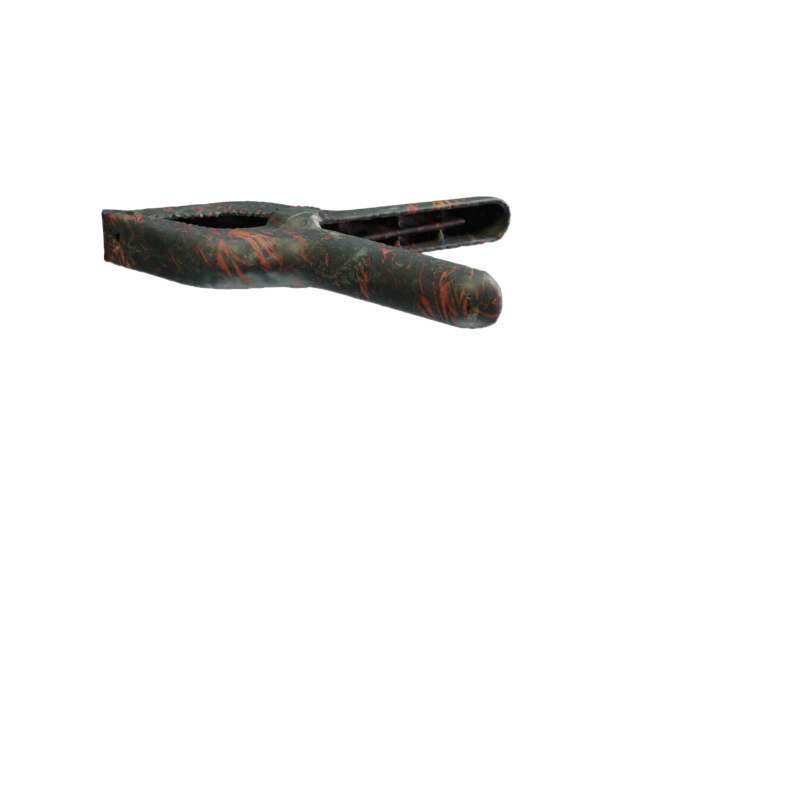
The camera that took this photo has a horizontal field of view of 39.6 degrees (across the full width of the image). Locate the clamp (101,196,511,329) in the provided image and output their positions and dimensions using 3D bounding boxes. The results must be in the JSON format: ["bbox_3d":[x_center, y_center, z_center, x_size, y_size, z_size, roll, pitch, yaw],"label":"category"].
[{"bbox_3d":[-0.043,-0.079,0.552,0.215,0.035,0.167,6,22,15],"label":"clamp"}]
